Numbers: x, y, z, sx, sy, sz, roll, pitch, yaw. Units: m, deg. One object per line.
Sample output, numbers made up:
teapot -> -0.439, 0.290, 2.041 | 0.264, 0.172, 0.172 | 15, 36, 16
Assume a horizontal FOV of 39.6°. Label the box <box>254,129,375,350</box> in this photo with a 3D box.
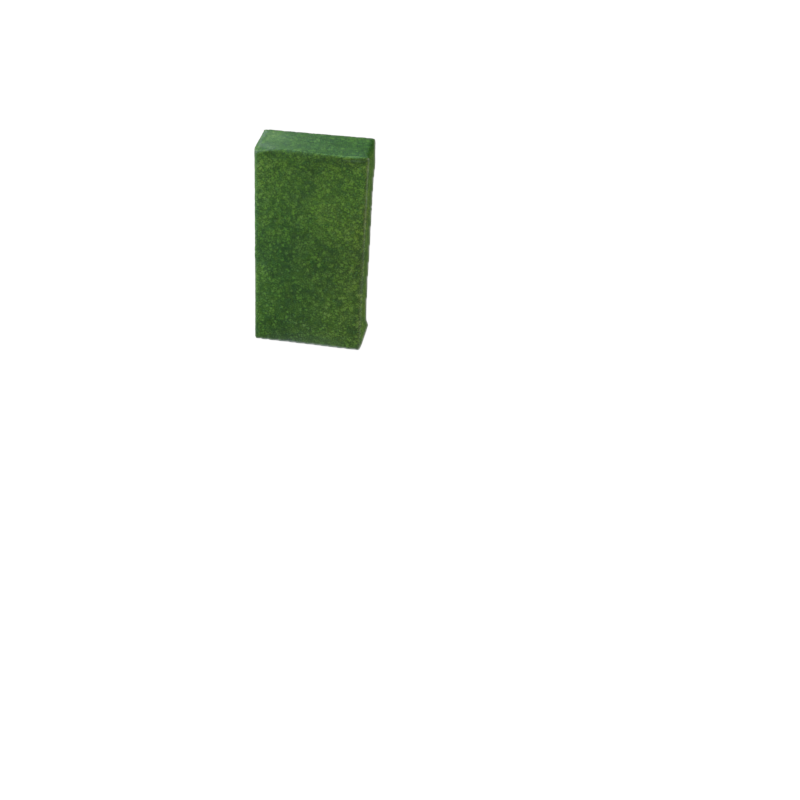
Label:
box -> -0.071, -0.129, 0.902 | 0.094, 0.165, 0.050 | 7, 33, 7
